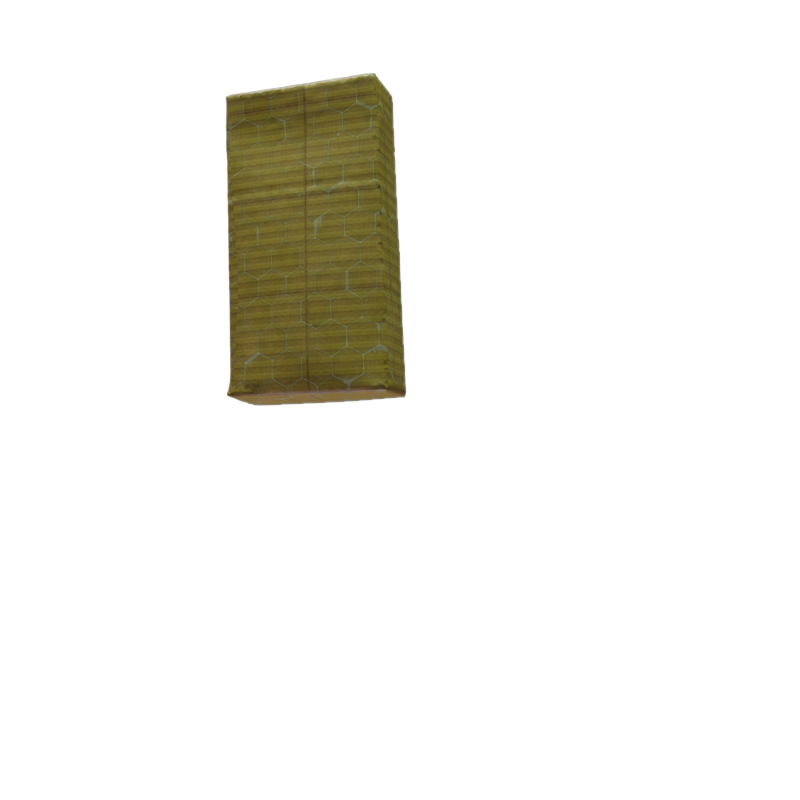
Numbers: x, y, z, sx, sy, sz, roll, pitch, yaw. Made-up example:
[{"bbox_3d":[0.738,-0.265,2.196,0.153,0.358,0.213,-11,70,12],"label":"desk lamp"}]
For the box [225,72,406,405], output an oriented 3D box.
[{"bbox_3d":[-0.048,-0.089,0.620,0.095,0.183,0.045,-5,-15,17],"label":"box"}]
